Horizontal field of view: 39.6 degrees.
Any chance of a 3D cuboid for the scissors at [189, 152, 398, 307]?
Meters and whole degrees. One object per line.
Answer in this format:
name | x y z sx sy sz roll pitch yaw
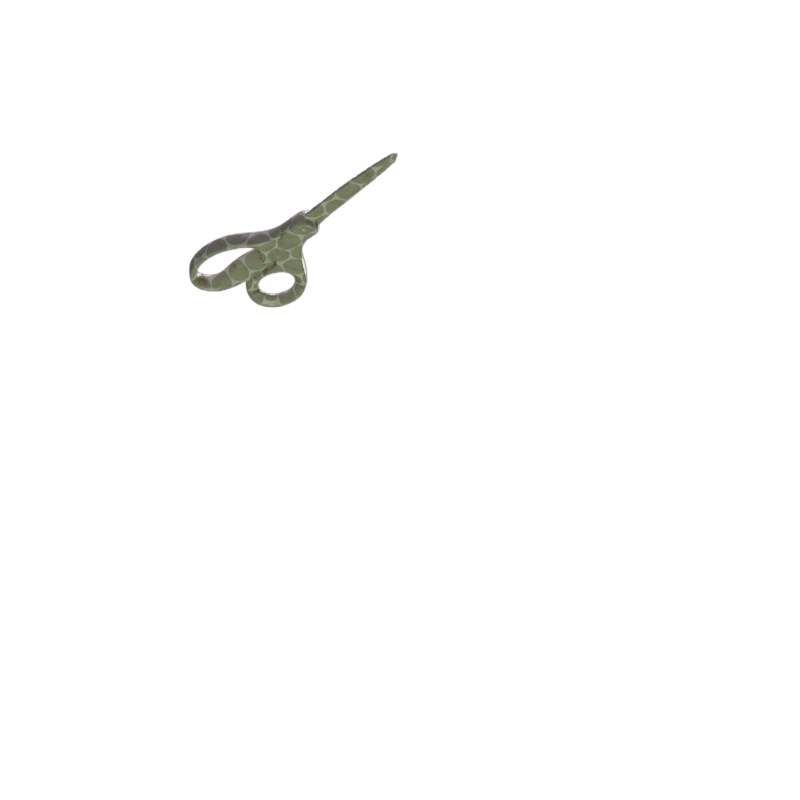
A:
scissors | -0.062 -0.113 0.794 0.203 0.017 0.089 -19 -35 29
